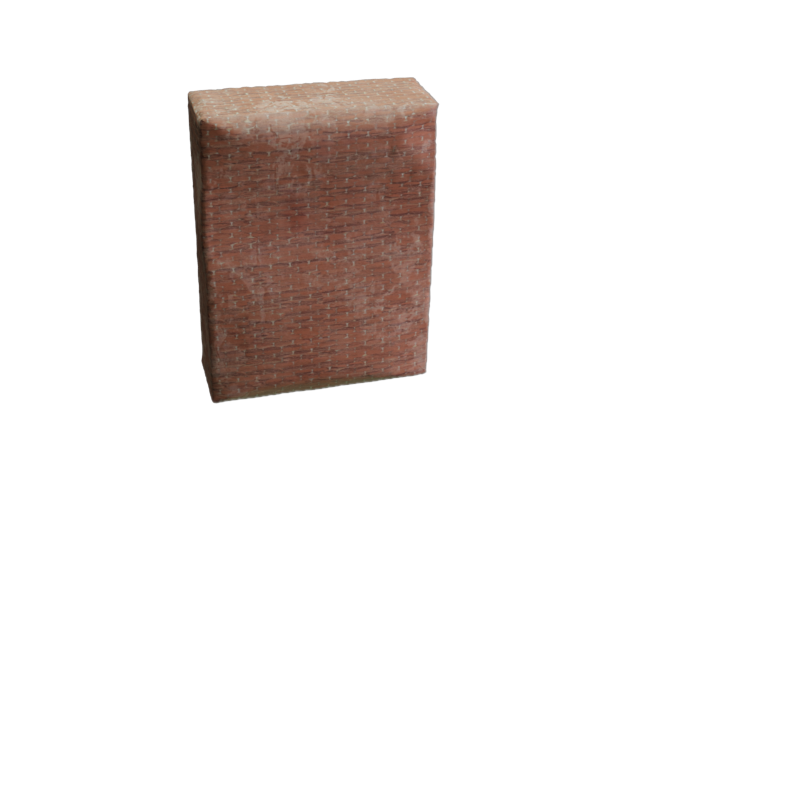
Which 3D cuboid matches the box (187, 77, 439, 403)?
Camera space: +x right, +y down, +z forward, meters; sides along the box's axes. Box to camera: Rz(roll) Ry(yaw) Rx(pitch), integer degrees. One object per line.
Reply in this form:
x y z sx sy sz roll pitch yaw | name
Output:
-0.061 -0.112 0.783 0.162 0.202 0.077 -6 28 -13 | box
